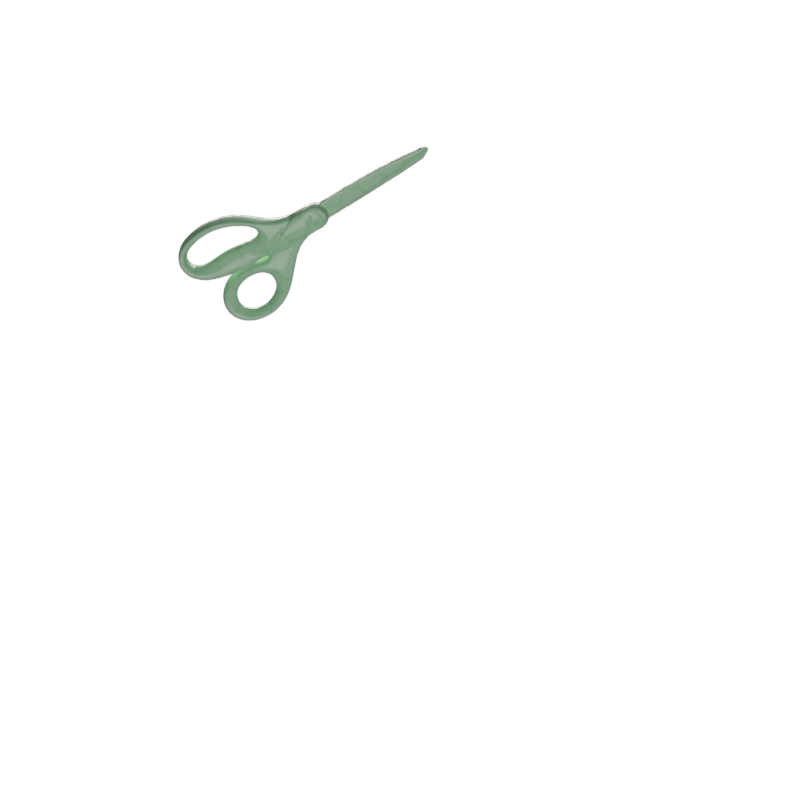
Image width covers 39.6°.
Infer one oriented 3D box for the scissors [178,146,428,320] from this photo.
[{"bbox_3d":[-0.064,-0.118,0.824,0.203,0.090,0.017,-15,28,8],"label":"scissors"}]
